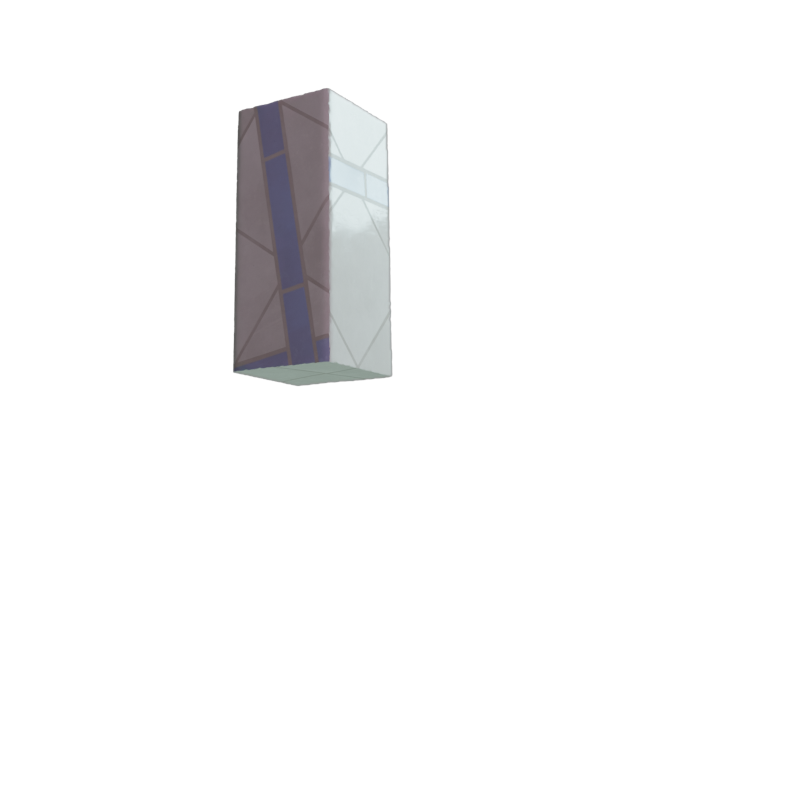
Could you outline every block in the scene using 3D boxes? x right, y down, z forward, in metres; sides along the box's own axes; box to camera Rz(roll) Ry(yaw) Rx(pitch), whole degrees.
[{"bbox_3d":[-0.067,-0.122,0.855,0.092,0.214,0.085,-9,-16,30],"label":"block"}]
